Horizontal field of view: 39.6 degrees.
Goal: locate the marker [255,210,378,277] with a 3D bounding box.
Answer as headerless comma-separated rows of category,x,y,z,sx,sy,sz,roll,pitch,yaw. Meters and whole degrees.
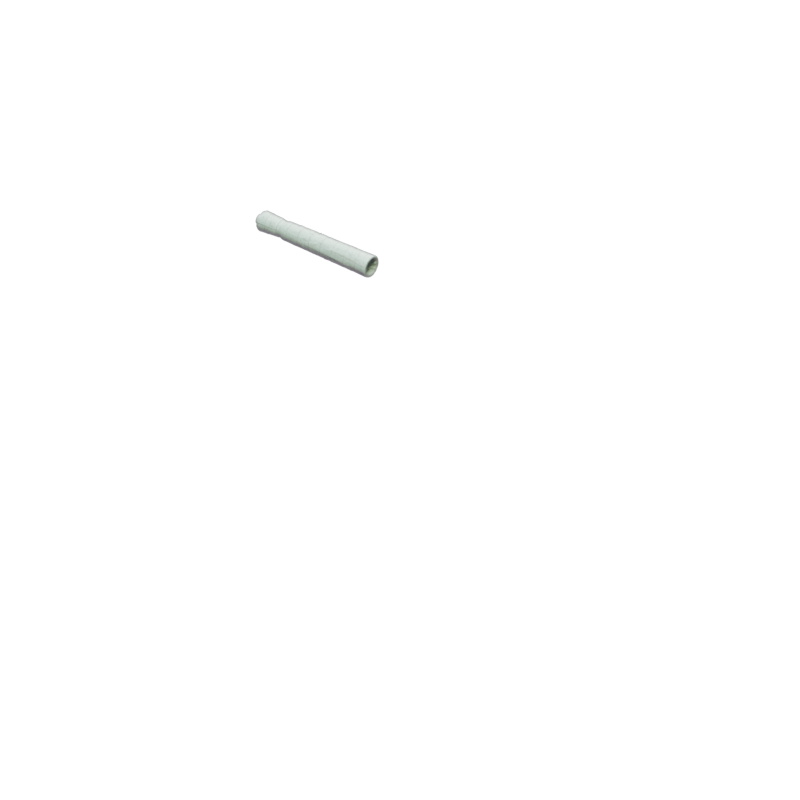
marker,-0.071,-0.129,0.904,0.128,0.019,0.019,27,18,32
